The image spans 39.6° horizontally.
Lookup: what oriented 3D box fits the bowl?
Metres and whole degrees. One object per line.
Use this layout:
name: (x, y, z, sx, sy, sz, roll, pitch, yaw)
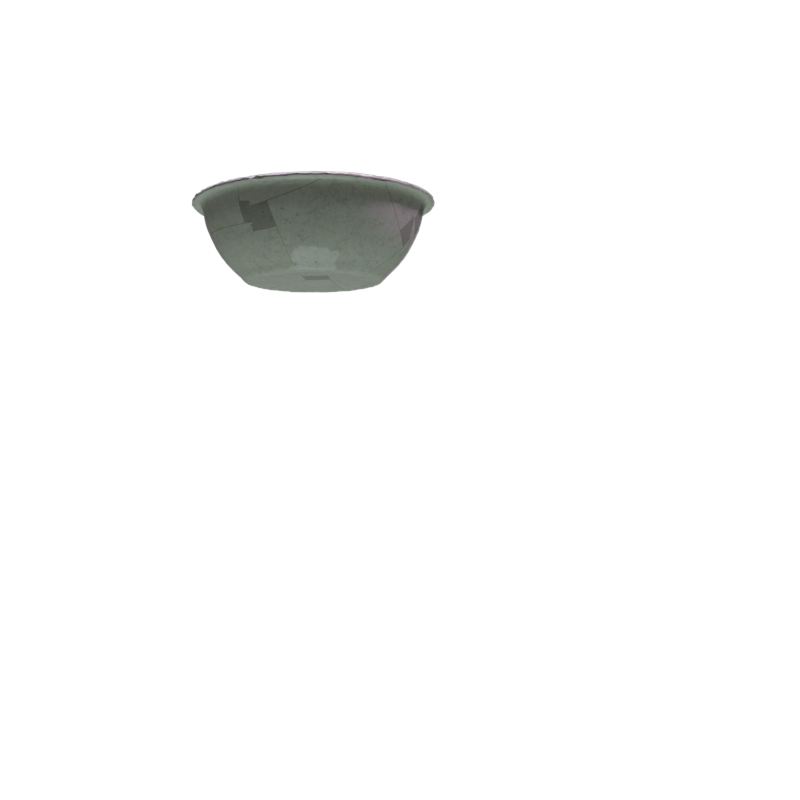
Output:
bowl: (-0.058, -0.105, 0.735, 0.162, 0.056, 0.159, 0, -4, -2)
